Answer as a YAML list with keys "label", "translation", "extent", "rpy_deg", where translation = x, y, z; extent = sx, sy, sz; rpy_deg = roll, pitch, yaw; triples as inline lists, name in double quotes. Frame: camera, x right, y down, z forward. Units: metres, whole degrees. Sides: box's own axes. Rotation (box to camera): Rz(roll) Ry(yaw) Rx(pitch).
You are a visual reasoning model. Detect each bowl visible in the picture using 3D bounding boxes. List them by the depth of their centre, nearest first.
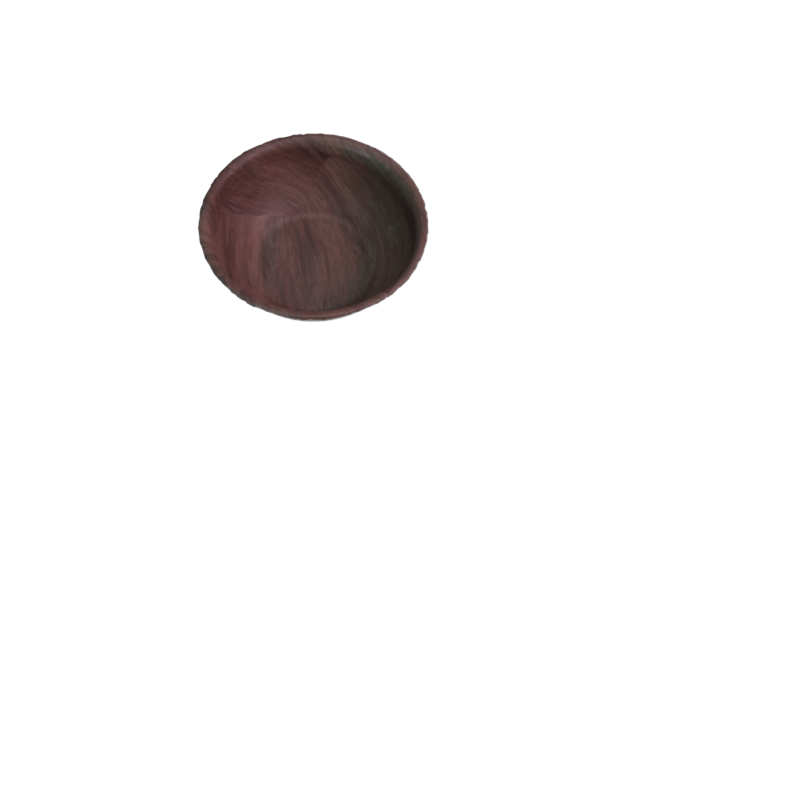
- label: "bowl"
  translation: [-0.062, -0.114, 0.798]
  extent: [0.162, 0.173, 0.051]
  rpy_deg: [-1, -33, -1]
